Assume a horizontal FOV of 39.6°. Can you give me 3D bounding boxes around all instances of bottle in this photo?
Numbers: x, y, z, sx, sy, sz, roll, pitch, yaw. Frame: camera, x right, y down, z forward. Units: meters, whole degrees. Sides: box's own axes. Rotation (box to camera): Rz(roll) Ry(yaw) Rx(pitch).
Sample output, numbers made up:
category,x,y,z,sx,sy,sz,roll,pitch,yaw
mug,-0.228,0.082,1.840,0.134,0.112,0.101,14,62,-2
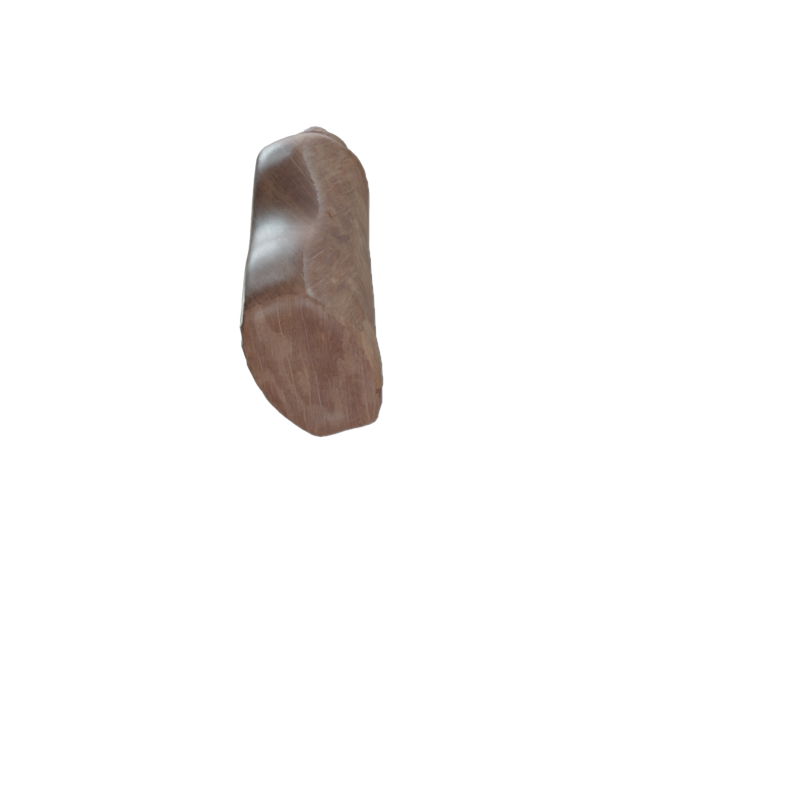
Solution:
category,x,y,z,sx,sy,sz,roll,pitch,yaw
bottle,-0.044,-0.082,0.574,0.059,0.206,0.089,-18,-48,13
